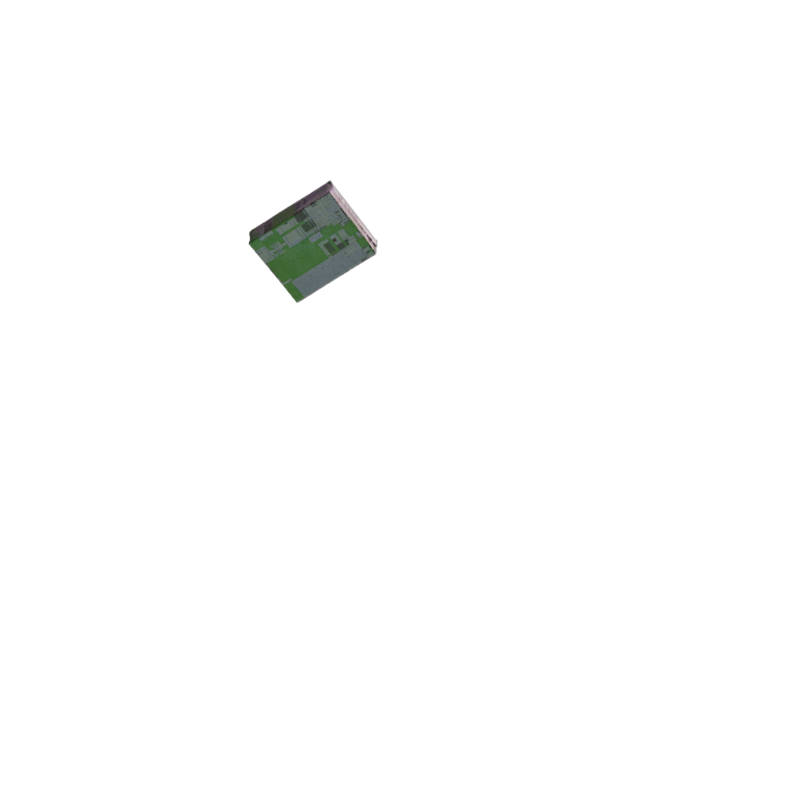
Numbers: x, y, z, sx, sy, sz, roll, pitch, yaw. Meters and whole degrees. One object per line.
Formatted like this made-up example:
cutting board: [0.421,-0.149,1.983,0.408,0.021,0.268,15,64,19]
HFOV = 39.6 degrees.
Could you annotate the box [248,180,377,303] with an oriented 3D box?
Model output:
box: [-0.075,-0.138,0.966,0.089,0.069,0.032,-31,25,16]
